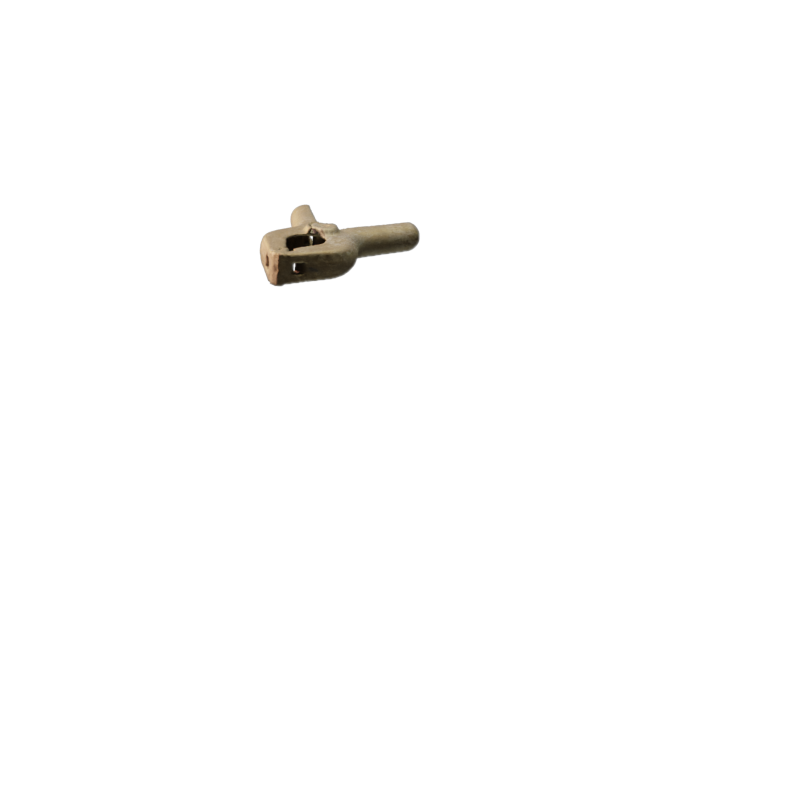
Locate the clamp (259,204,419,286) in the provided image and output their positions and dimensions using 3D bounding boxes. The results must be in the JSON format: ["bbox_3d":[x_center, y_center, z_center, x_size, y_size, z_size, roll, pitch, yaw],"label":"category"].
[{"bbox_3d":[-0.073,-0.133,0.928,0.125,0.038,0.170,11,21,30],"label":"clamp"}]
